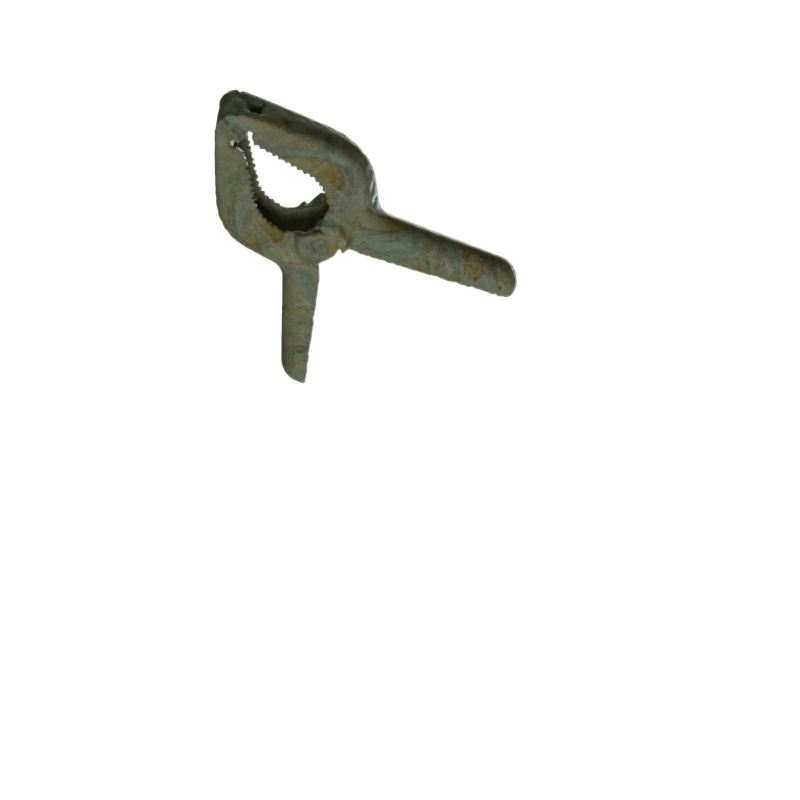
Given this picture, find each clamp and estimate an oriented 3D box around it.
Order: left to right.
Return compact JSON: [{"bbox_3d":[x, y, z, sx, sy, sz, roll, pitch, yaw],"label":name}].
[{"bbox_3d":[-0.052,-0.095,0.663,0.164,0.039,0.196,-30,-54,24],"label":"clamp"}]
